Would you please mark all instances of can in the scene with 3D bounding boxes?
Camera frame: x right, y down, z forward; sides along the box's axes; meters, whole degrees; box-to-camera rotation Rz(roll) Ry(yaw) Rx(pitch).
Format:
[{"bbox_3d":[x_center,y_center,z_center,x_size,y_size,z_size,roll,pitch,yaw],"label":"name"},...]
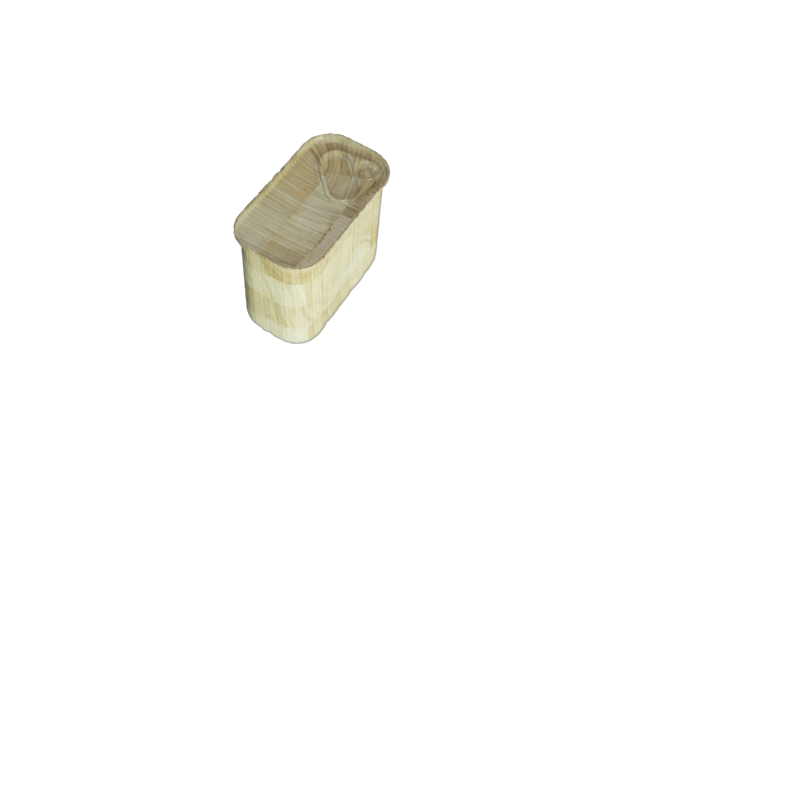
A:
[{"bbox_3d":[-0.052,-0.095,0.667,0.060,0.105,0.078,28,-30,14],"label":"can"}]
